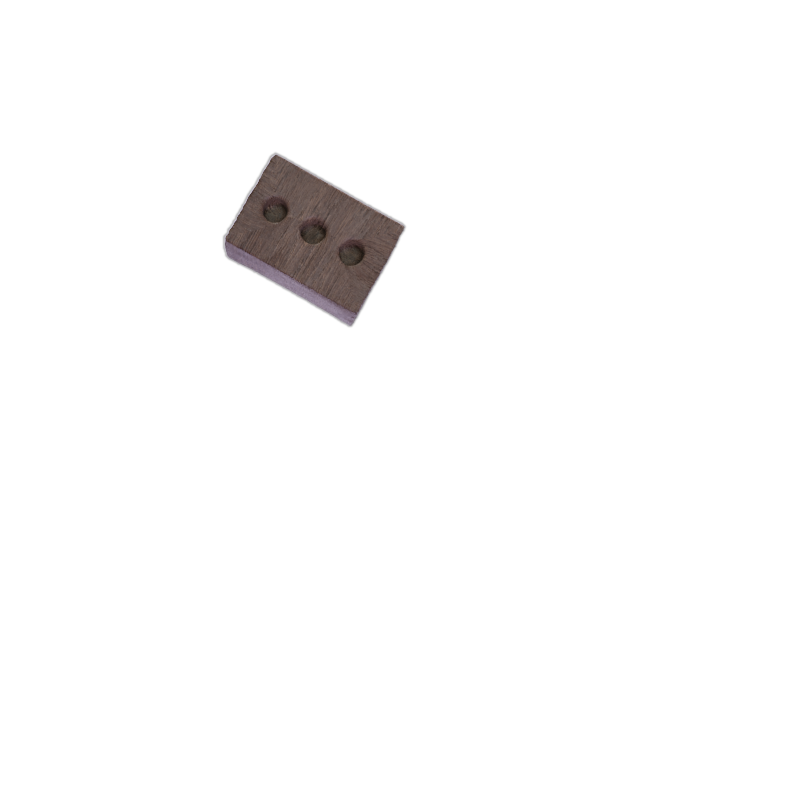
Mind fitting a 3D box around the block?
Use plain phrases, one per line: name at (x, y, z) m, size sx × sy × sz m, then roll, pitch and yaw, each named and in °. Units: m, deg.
block at (-0.045, -0.081, 0.570) m, size 0.079 × 0.053 × 0.050 m, roll 29°, pitch -8°, yaw 4°
